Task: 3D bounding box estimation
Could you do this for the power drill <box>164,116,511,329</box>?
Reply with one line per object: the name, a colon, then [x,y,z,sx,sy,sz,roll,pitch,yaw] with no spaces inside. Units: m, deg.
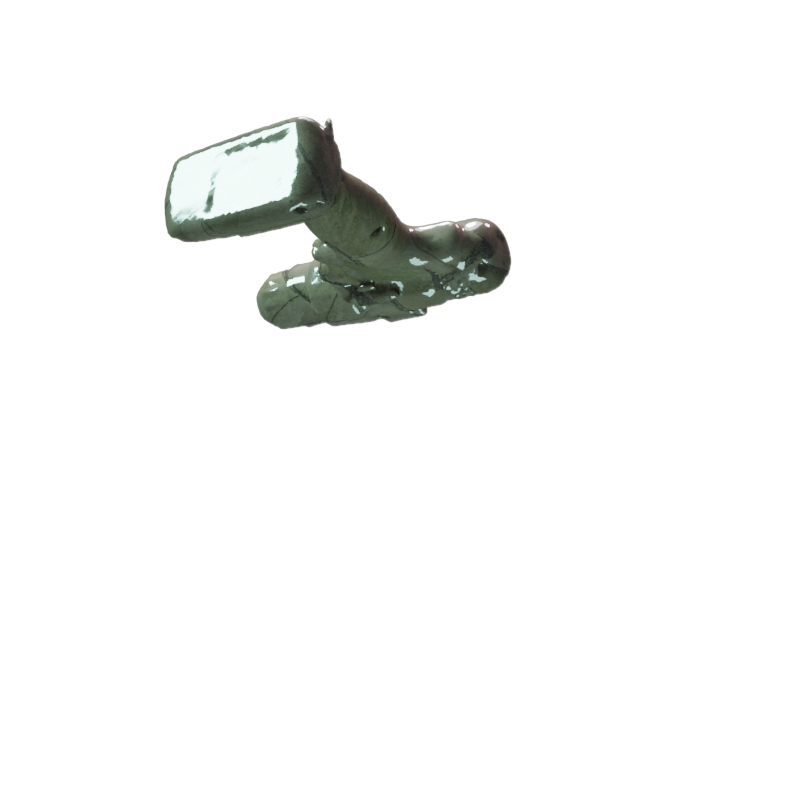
power drill: [-0.052,-0.095,0.667,0.188,0.060,0.176,-11,-20,32]
